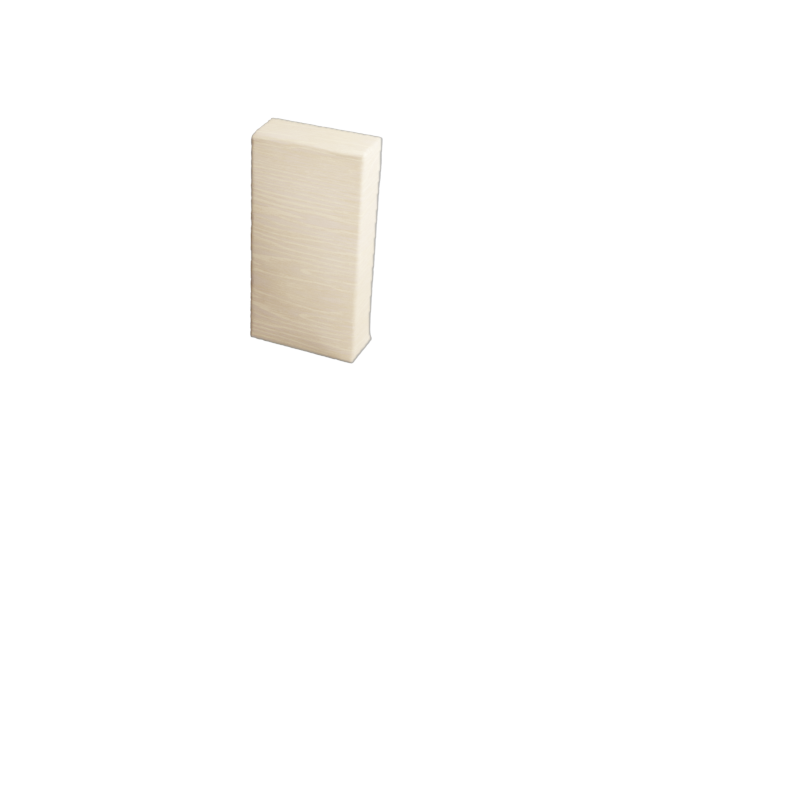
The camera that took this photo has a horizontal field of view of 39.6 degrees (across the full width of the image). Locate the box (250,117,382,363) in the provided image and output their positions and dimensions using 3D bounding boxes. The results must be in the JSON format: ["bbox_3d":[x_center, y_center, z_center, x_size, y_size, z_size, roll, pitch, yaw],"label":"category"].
[{"bbox_3d":[-0.067,-0.121,0.848,0.096,0.166,0.049,14,33,19],"label":"box"}]
